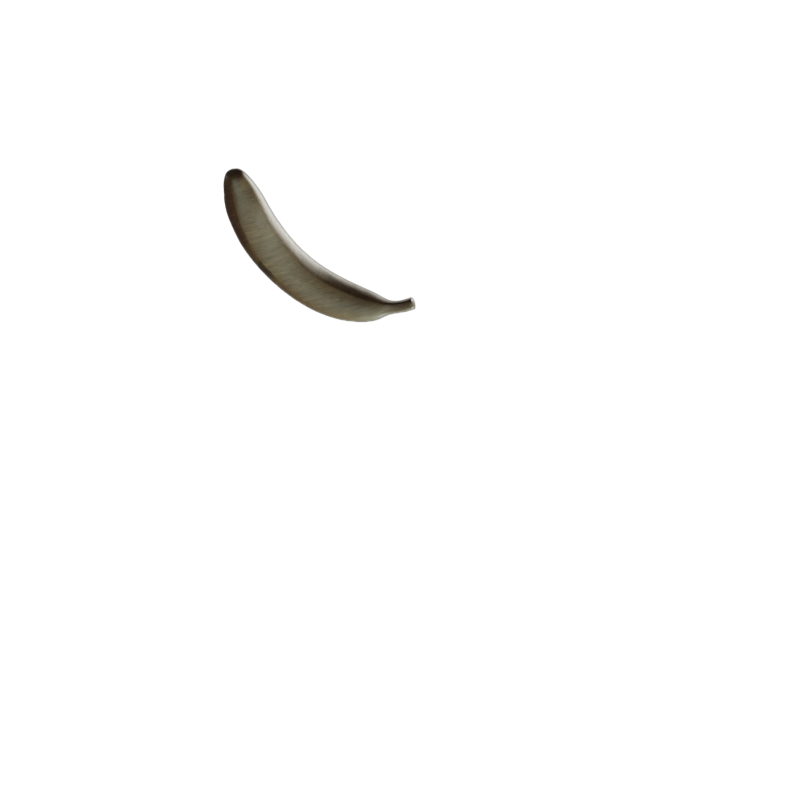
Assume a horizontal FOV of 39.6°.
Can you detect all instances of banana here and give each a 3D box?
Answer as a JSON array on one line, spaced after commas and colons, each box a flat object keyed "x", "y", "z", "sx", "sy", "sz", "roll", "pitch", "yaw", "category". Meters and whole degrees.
[{"x": -0.081, "y": -0.118, "z": 0.925, "sx": 0.189, "sy": 0.068, "sz": 0.039, "roll": 34, "pitch": 27, "yaw": -20, "category": "banana"}]
